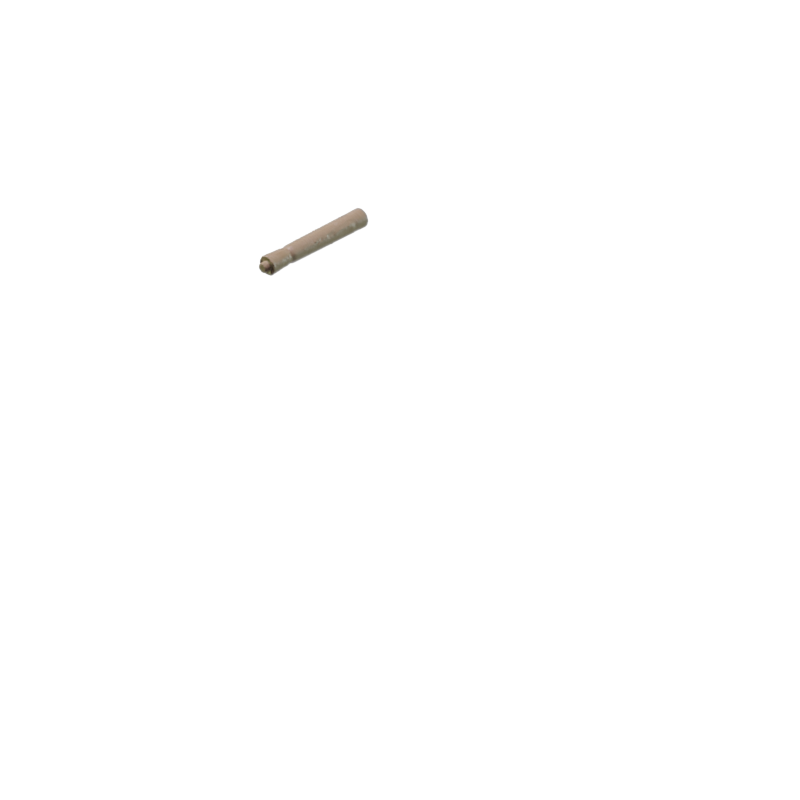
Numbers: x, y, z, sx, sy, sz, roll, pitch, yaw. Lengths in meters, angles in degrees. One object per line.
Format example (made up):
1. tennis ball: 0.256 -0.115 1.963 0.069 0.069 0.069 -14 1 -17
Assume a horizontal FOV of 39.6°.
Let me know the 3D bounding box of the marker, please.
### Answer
1. marker: -0.077 -0.141 0.989 0.121 0.019 0.021 -33 24 -34
